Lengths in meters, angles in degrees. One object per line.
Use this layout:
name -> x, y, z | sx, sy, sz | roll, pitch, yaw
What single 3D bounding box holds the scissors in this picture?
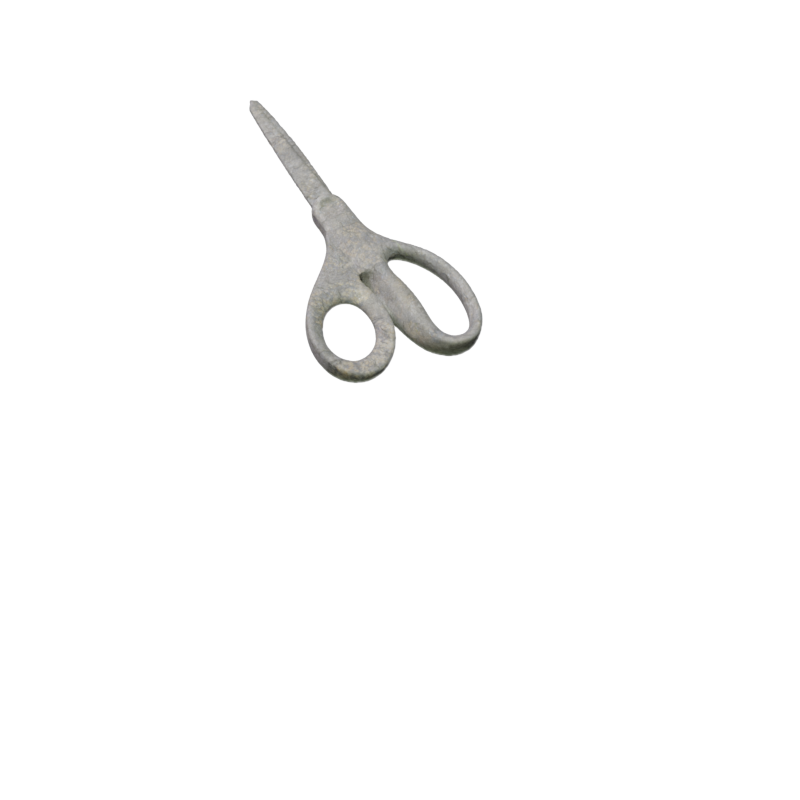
scissors -> -0.046, -0.084, 0.589 | 0.097, 0.214, 0.015 | -38, -27, -23
